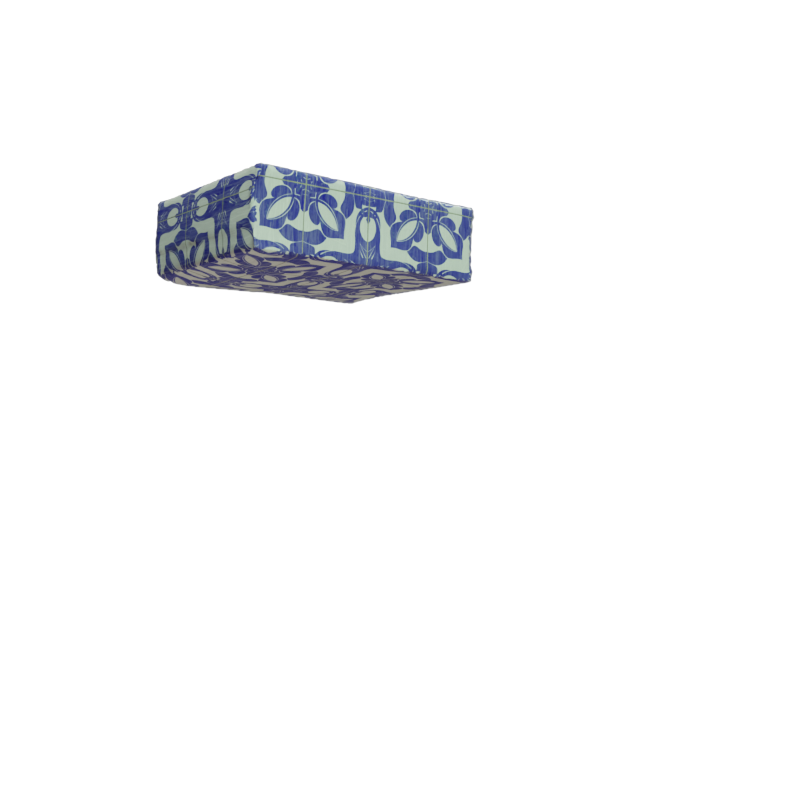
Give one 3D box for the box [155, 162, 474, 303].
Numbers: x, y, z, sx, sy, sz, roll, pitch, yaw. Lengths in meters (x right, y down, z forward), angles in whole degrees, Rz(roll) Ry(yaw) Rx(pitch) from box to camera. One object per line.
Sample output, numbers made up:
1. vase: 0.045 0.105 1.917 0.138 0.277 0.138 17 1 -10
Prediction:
1. box: -0.038 -0.070 0.487 0.109 0.040 0.092 3 -6 -36
